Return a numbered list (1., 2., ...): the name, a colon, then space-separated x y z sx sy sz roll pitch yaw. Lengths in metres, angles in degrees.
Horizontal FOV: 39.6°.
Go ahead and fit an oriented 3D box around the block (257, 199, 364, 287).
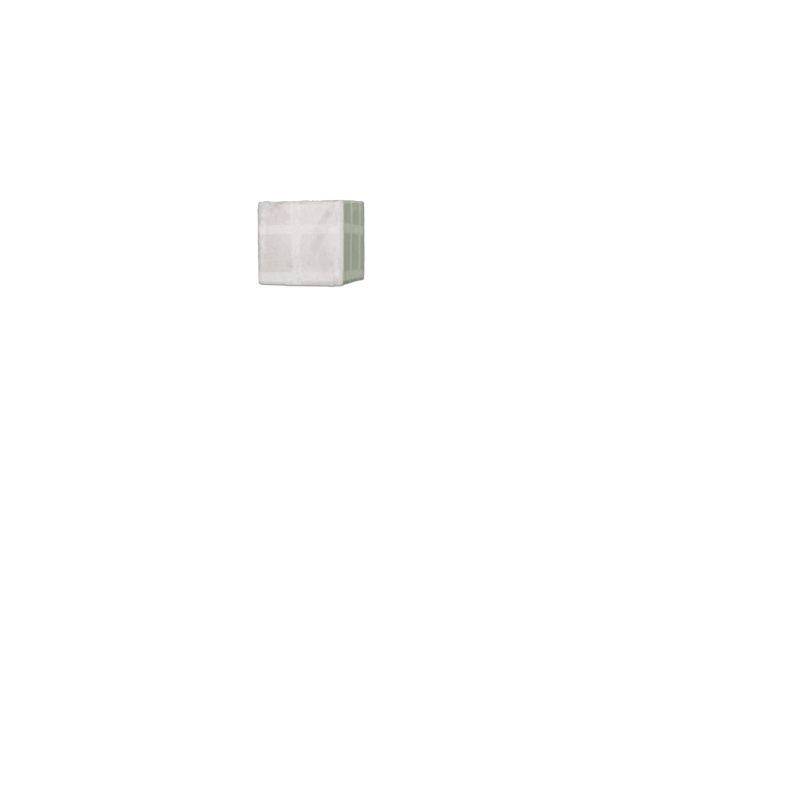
1. block: -0.054 -0.098 0.688 0.053 0.051 0.078 1 7 9
